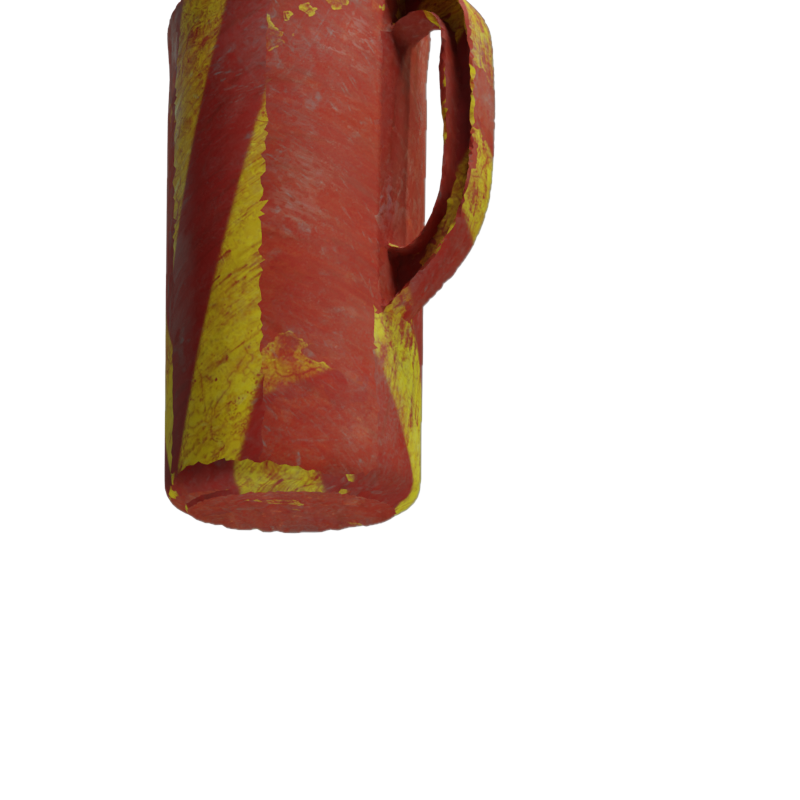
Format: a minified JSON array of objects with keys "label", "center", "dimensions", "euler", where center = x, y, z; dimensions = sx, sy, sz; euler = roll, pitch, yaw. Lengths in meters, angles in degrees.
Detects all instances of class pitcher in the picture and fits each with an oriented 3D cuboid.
[{"label":"pitcher","center":[-0.040,-0.072,0.506],"dimensions":[0.143,0.256,0.143],"euler":[2,-22,-8]}]
